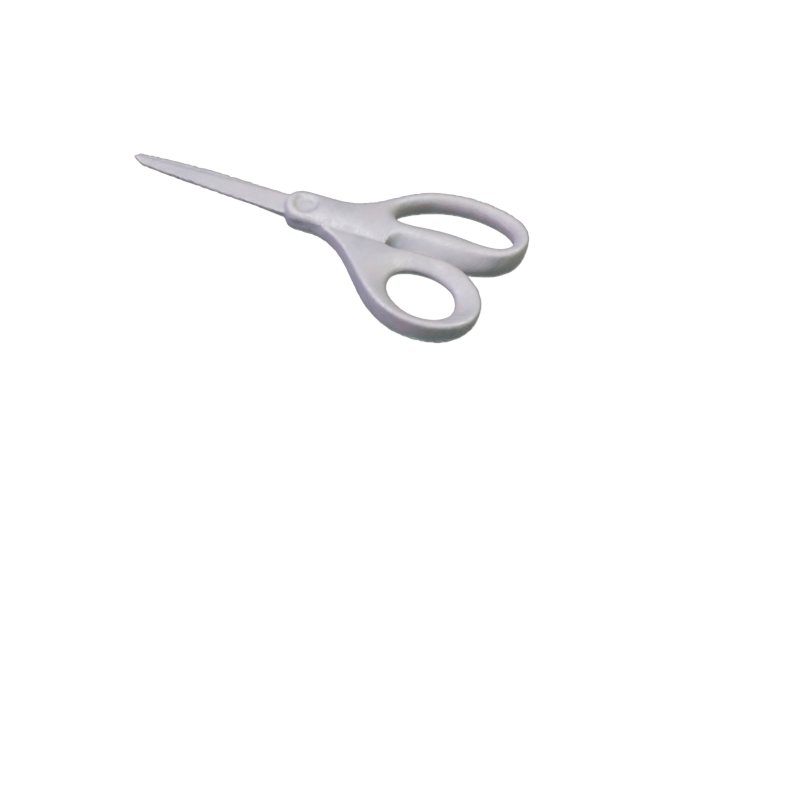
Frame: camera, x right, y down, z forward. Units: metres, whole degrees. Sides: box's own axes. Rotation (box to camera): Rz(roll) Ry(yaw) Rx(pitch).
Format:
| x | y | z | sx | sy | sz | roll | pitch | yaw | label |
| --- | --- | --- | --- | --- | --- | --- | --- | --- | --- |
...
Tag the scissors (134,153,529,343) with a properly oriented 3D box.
| x | y | z | sx | sy | sz | roll | pitch | yaw | label |
| --- | --- | --- | --- | --- | --- | --- | --- | --- | --- |
| -0.041 | -0.075 | 0.528 | 0.204 | 0.102 | 0.015 | 7 | -41 | 6 | scissors |
